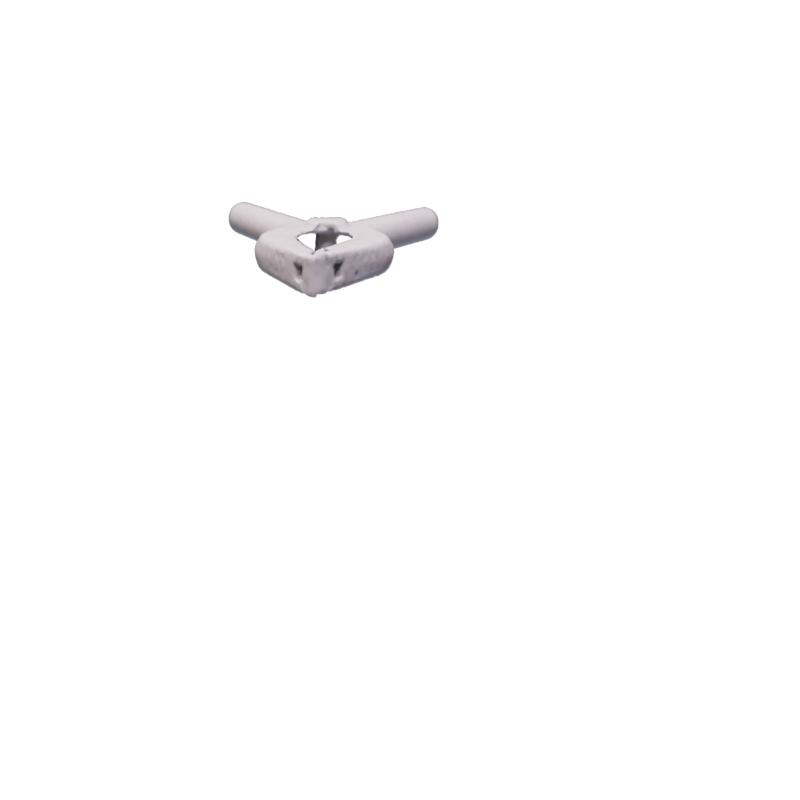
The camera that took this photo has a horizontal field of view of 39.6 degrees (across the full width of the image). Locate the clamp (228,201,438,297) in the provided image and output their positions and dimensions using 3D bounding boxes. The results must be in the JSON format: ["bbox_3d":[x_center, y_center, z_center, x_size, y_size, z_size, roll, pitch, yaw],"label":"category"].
[{"bbox_3d":[-0.062,-0.113,0.794,0.167,0.035,0.215,3,19,8],"label":"clamp"}]
